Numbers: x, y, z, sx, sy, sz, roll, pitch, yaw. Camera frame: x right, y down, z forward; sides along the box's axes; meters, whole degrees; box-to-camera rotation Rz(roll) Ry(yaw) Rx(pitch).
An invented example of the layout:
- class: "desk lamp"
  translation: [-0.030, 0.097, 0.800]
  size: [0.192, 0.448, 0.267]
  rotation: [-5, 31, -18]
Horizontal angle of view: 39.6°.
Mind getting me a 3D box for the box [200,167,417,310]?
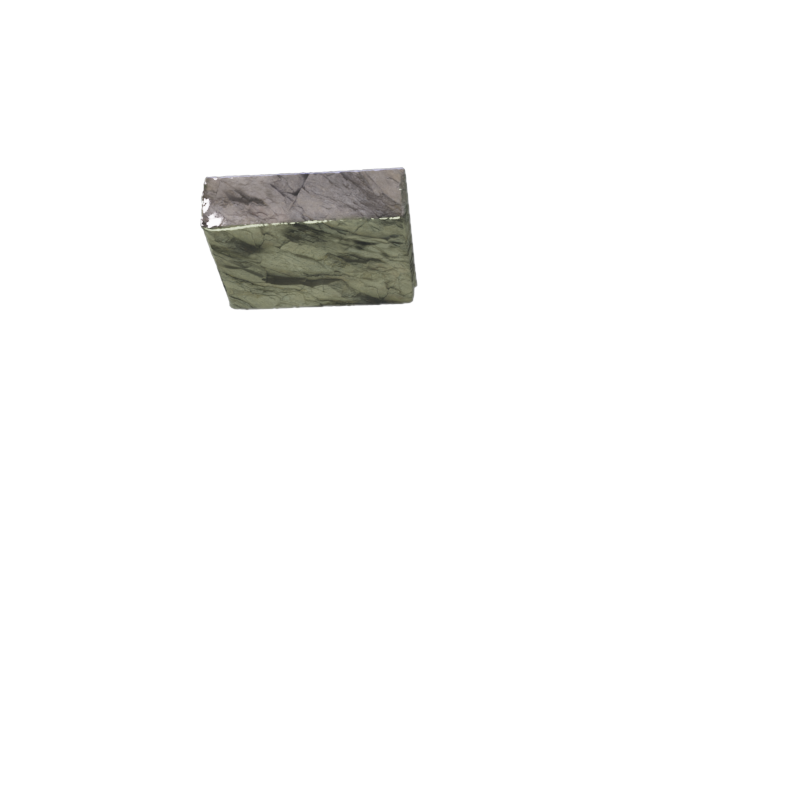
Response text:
- class: "box"
  translation: [-0.049, -0.090, 0.628]
  size: [0.114, 0.041, 0.084]
  rotation: [-3, -30, 4]
